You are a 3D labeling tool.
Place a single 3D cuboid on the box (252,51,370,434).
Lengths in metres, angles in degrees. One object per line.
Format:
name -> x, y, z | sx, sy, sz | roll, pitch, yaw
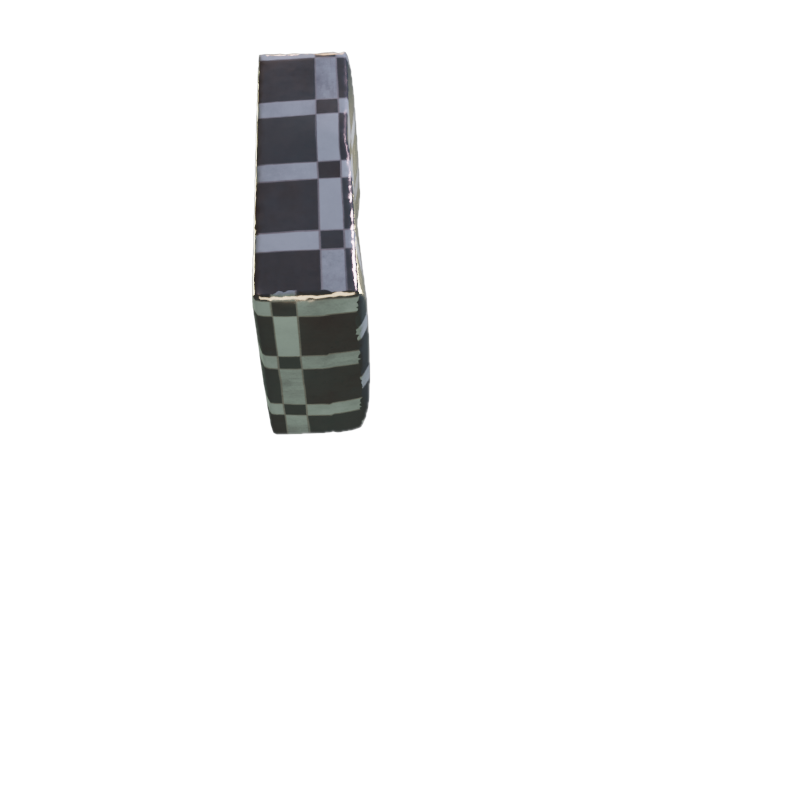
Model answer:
box -> -0.060, -0.109, 0.766 | 0.072, 0.229, 0.153 | -2, -36, -1
